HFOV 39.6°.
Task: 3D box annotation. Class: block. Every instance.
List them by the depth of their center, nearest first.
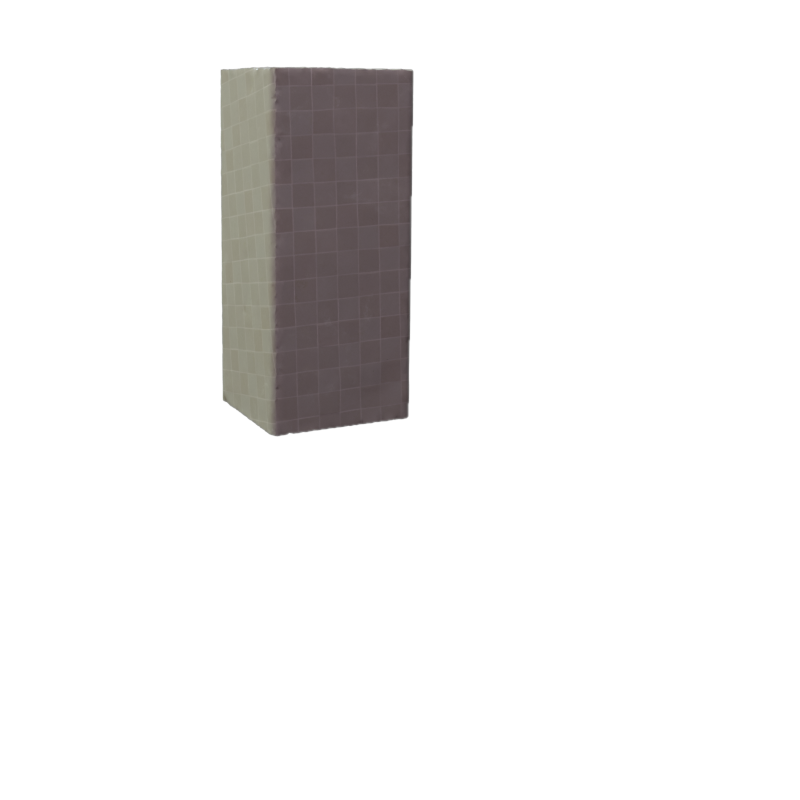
[{"bbox_3d":[-0.052,-0.095,0.668,0.088,0.202,0.095,-4,10,-27],"label":"block"}]
